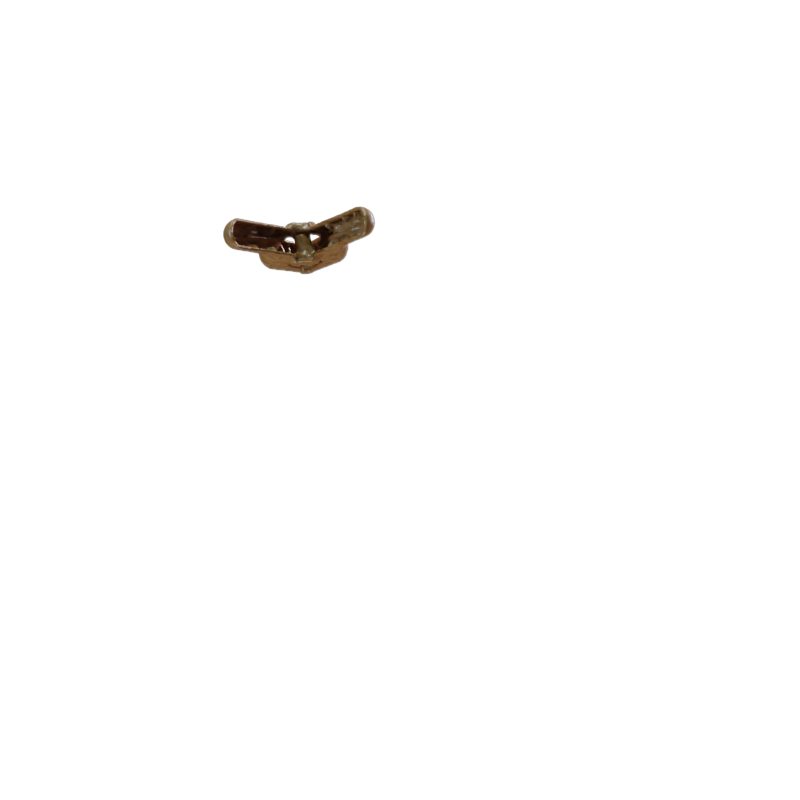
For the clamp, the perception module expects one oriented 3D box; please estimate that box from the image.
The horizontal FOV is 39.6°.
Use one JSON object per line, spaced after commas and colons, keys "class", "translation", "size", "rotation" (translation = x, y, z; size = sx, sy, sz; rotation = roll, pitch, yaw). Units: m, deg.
{"class": "clamp", "translation": [-0.074, -0.135, 0.949], "size": [0.121, 0.040, 0.168], "rotation": [0, 0, 7]}
